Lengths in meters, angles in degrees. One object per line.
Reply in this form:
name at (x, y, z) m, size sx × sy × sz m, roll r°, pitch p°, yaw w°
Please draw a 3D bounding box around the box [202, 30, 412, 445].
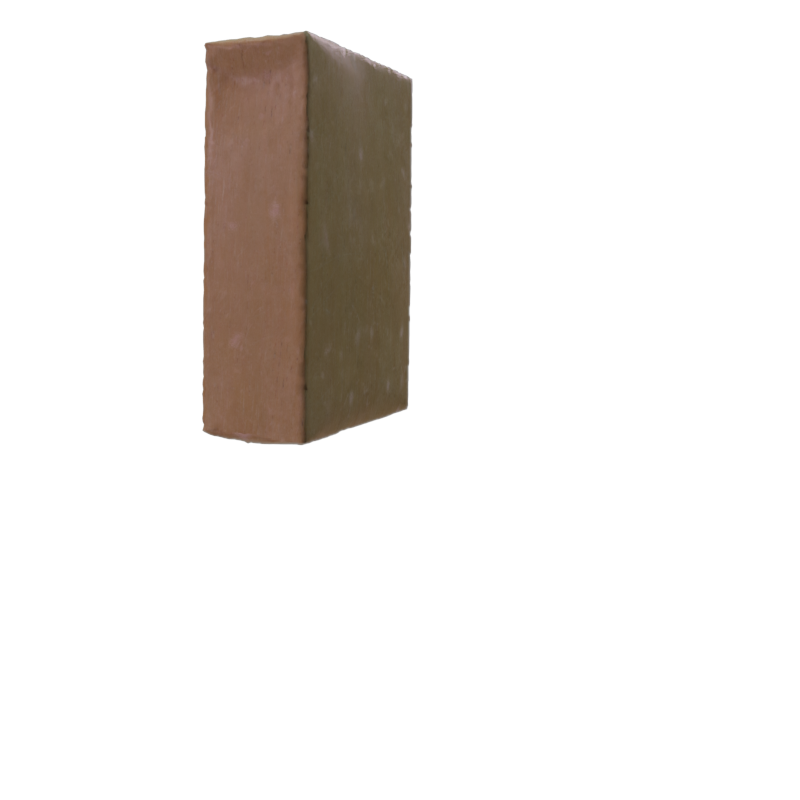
box at (-0.051, -0.092, 0.647) m, size 0.074 × 0.214 × 0.160 m, roll 0°, pitch 2°, yaw 21°
